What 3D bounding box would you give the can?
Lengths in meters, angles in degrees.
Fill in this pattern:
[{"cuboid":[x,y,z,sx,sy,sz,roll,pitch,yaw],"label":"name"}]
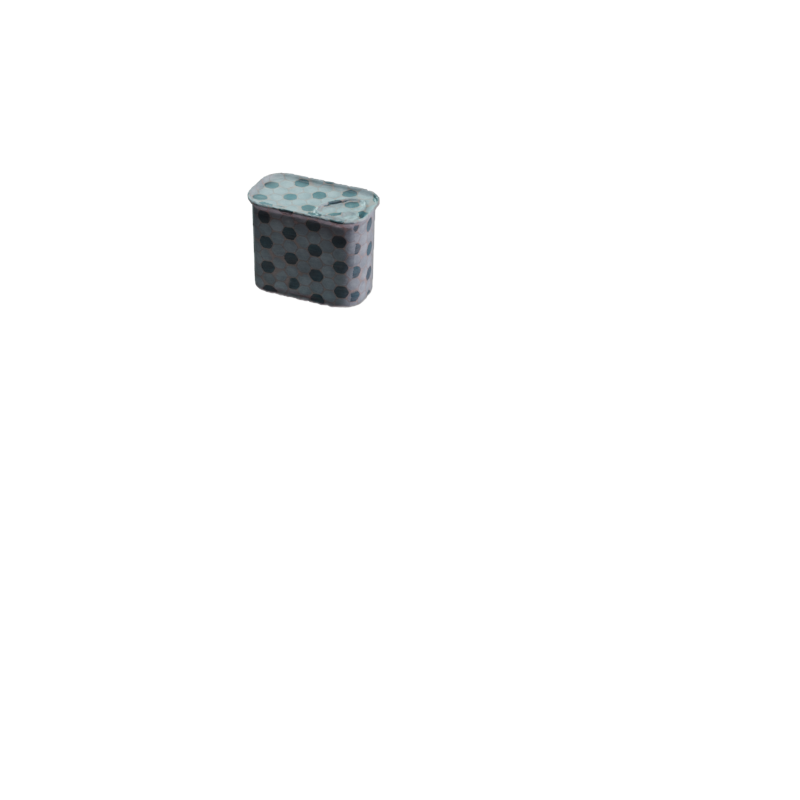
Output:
[{"cuboid":[-0.070,-0.127,0.890,0.105,0.079,0.059,15,36,18],"label":"can"}]
